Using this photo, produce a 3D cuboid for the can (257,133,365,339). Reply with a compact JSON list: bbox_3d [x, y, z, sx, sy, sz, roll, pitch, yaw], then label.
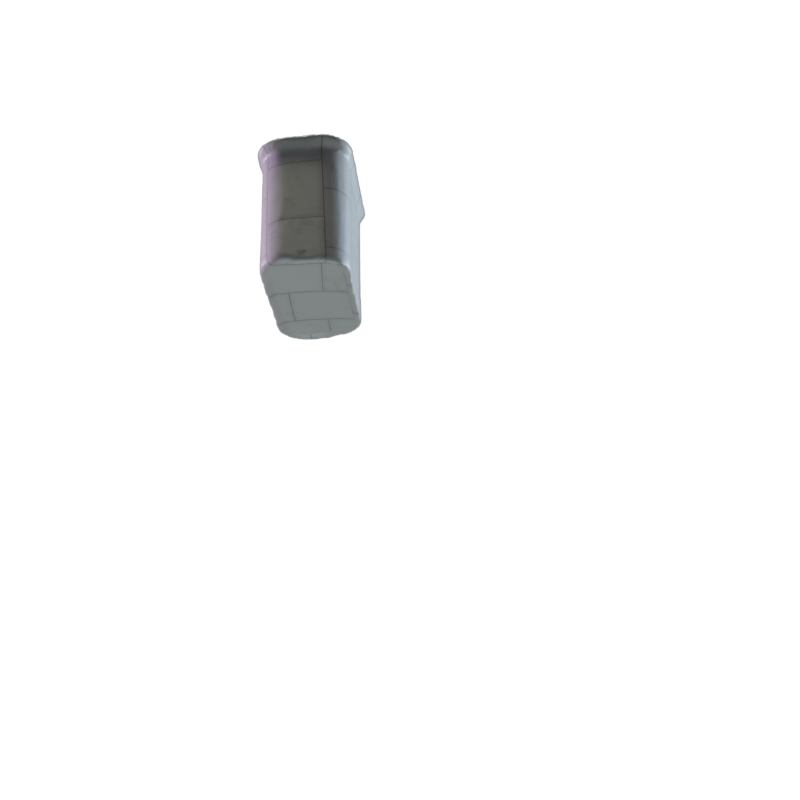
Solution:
[{"bbox_3d":[-0.052,-0.095,0.665,0.058,0.089,0.095,-4,-27,4],"label":"can"}]
